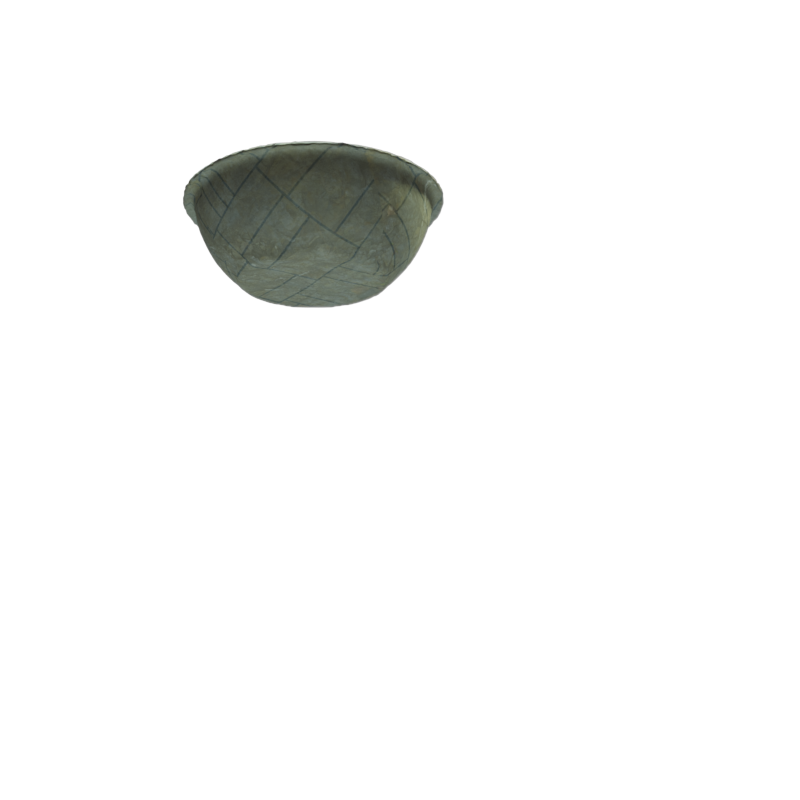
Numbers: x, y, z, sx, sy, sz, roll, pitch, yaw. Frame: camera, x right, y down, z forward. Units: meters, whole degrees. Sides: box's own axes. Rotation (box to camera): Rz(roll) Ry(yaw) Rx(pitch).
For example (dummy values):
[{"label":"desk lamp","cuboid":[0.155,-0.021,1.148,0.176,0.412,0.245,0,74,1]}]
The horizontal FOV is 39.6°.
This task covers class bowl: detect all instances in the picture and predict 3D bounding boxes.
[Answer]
[{"label":"bowl","cuboid":[-0.053,-0.097,0.680,0.162,0.058,0.155,0,-17,-2]}]
